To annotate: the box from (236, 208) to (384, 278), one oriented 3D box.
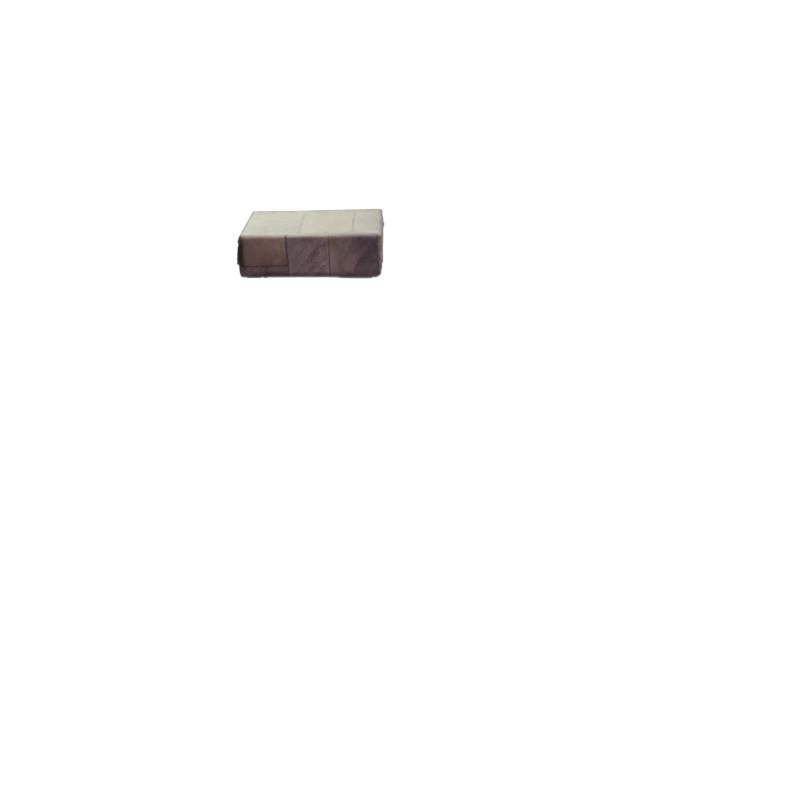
[{"bbox_3d":[-0.070,-0.127,0.892,0.114,0.037,0.093,1,22,2],"label":"box"}]
